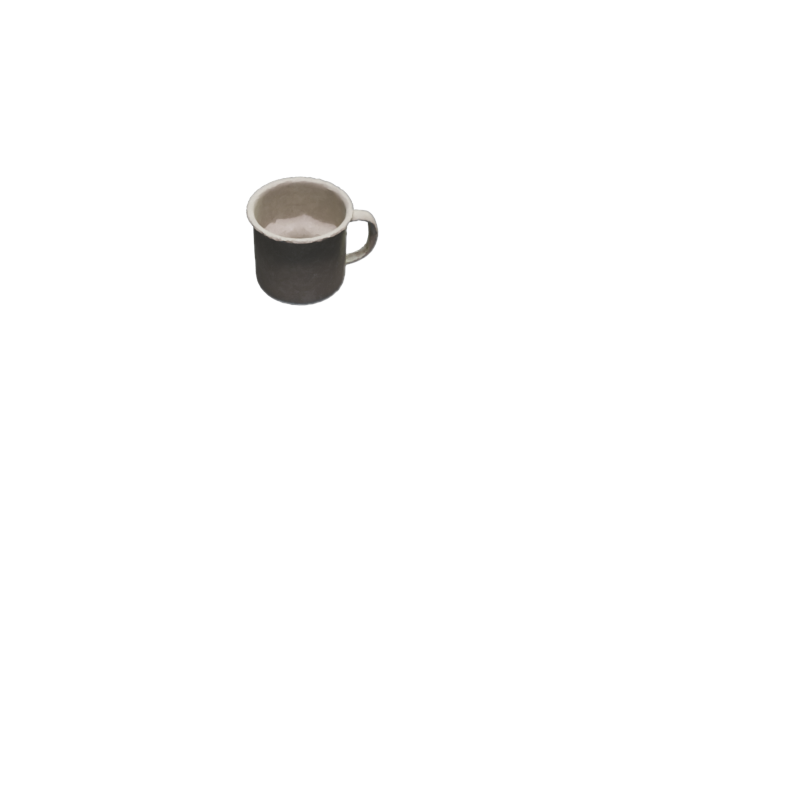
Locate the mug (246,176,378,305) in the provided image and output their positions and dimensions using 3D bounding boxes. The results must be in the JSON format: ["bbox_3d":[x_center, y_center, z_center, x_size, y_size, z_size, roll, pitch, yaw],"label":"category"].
[{"bbox_3d":[-0.077,-0.141,0.985,0.116,0.076,0.101,-10,45,-12],"label":"mug"}]
